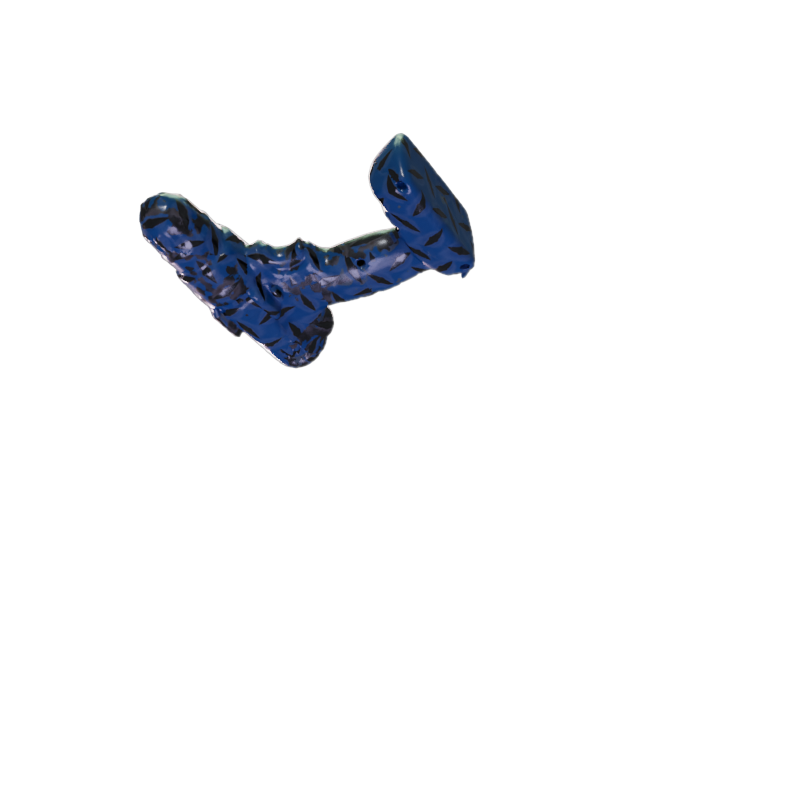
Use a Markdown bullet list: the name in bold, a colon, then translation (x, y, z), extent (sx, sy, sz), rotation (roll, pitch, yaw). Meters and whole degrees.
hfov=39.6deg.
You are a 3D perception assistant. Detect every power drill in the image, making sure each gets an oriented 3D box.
- **power drill**: translation (-0.059, -0.108, 0.755), extent (0.189, 0.062, 0.171), rotation (-22, -43, 25)
